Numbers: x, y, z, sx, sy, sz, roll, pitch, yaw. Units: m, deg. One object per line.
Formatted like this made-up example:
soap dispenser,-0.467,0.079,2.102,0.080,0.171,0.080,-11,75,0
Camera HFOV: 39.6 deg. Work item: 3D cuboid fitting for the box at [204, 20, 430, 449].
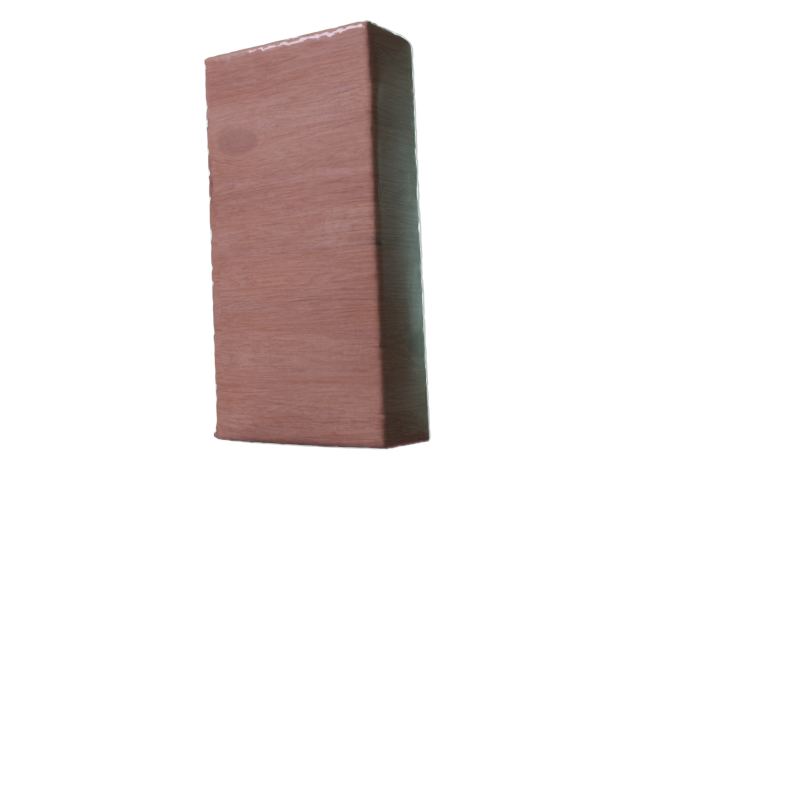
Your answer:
box,-0.038,-0.070,0.489,0.096,0.179,0.046,-4,-7,34
